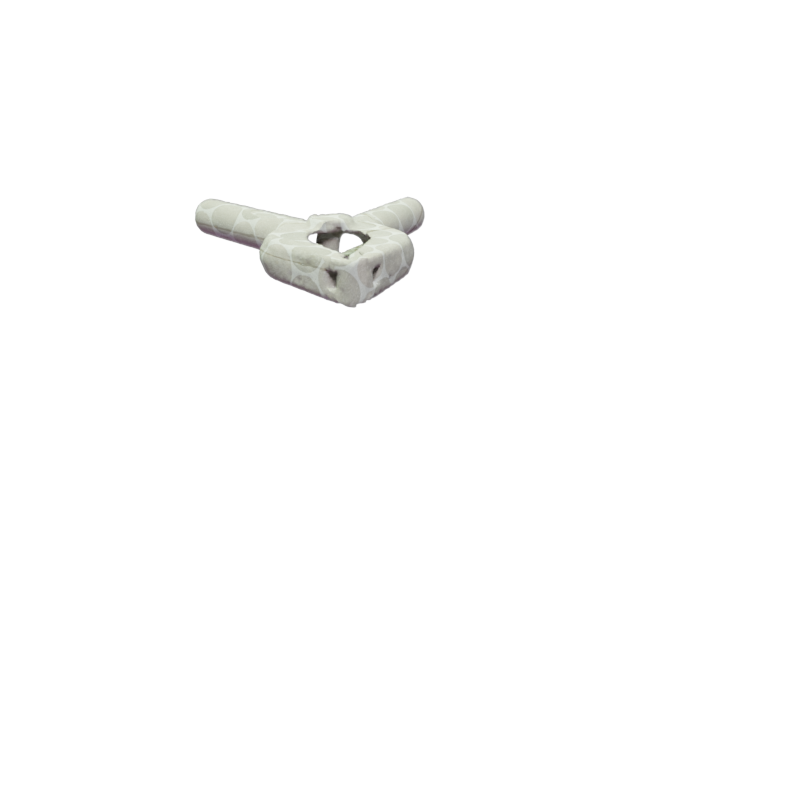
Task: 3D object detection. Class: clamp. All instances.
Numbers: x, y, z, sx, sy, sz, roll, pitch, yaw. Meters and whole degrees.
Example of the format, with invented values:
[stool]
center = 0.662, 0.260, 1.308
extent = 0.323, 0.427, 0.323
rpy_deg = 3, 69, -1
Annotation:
[clamp]
center = -0.056, -0.102, 0.715
extent = 0.164, 0.035, 0.219
rpy_deg = -1, 20, -4
